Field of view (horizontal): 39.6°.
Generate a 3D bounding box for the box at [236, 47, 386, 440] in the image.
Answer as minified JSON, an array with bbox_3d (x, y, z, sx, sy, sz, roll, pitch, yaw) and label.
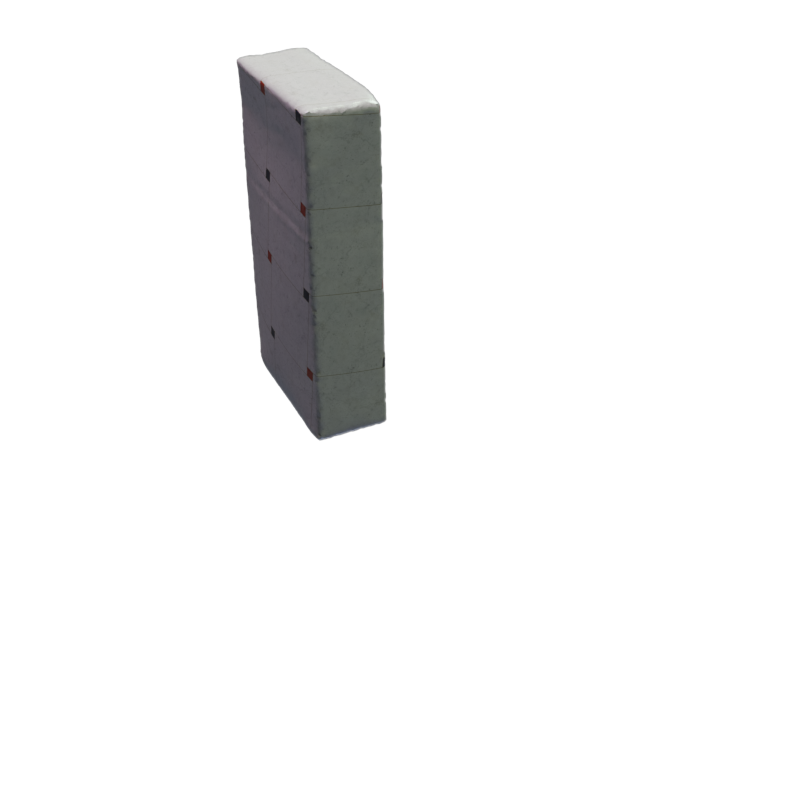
[{"bbox_3d":[-0.043,-0.080,0.560,0.047,0.166,0.101,-11,32,-22],"label":"box"}]
